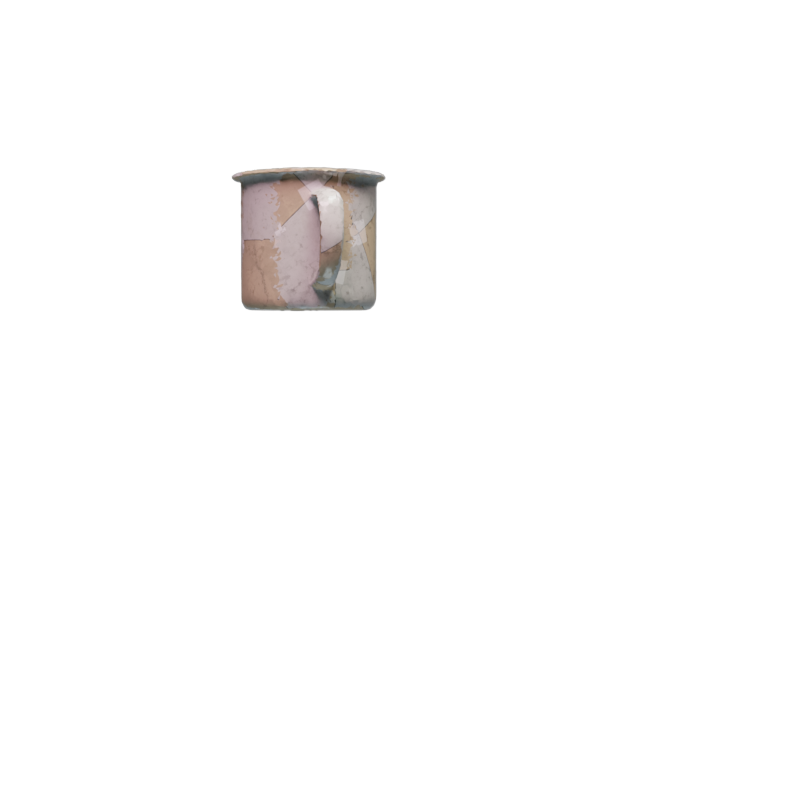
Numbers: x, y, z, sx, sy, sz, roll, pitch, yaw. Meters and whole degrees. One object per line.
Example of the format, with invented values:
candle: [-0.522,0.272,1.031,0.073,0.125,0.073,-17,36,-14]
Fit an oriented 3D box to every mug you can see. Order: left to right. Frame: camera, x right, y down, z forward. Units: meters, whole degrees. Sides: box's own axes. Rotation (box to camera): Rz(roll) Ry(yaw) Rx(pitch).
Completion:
mug: [-0.051,-0.094,0.658,0.091,0.082,0.120,-1,3,-17]
